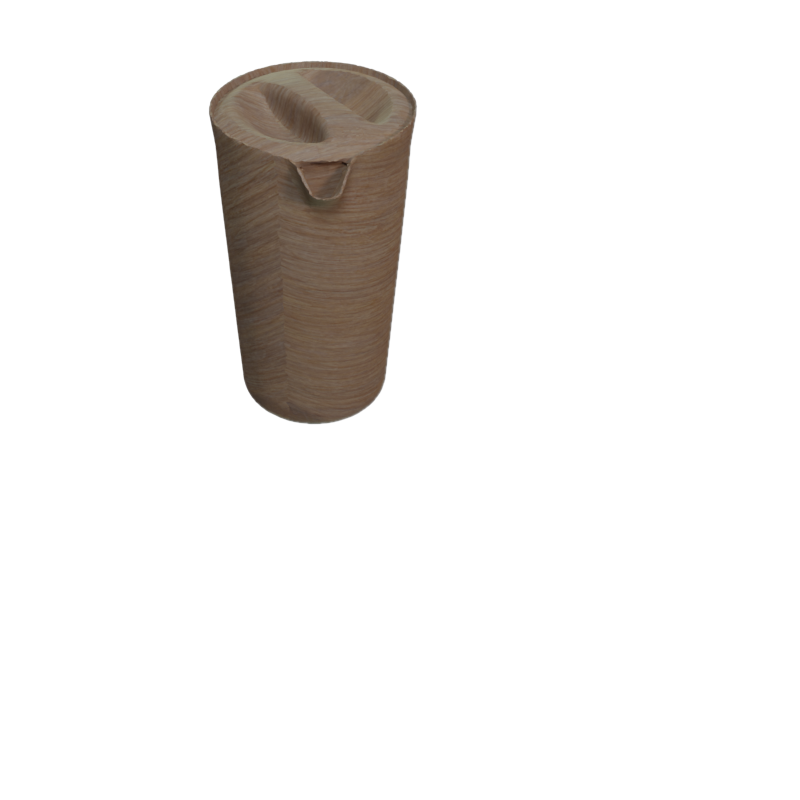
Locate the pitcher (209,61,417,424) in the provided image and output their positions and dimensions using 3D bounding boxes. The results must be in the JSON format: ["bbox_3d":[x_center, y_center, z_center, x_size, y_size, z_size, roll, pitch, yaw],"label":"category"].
[{"bbox_3d":[-0.061,-0.112,0.784,0.153,0.227,0.151,26,44,27],"label":"pitcher"}]
